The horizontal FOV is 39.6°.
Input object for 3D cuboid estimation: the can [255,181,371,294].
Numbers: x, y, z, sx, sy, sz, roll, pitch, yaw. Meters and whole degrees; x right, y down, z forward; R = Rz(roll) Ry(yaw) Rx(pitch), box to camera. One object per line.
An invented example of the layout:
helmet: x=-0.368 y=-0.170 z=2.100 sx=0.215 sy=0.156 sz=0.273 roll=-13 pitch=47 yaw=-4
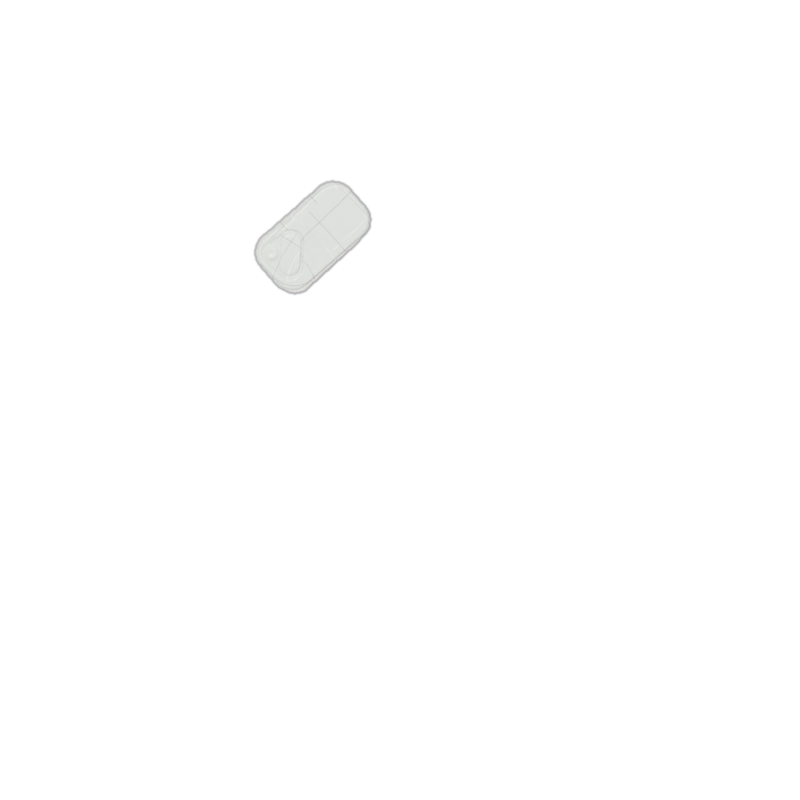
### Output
can: x=-0.077 y=-0.141 z=0.986 sx=0.102 sy=0.058 sz=0.083 roll=-42 pitch=1 yaw=-3
